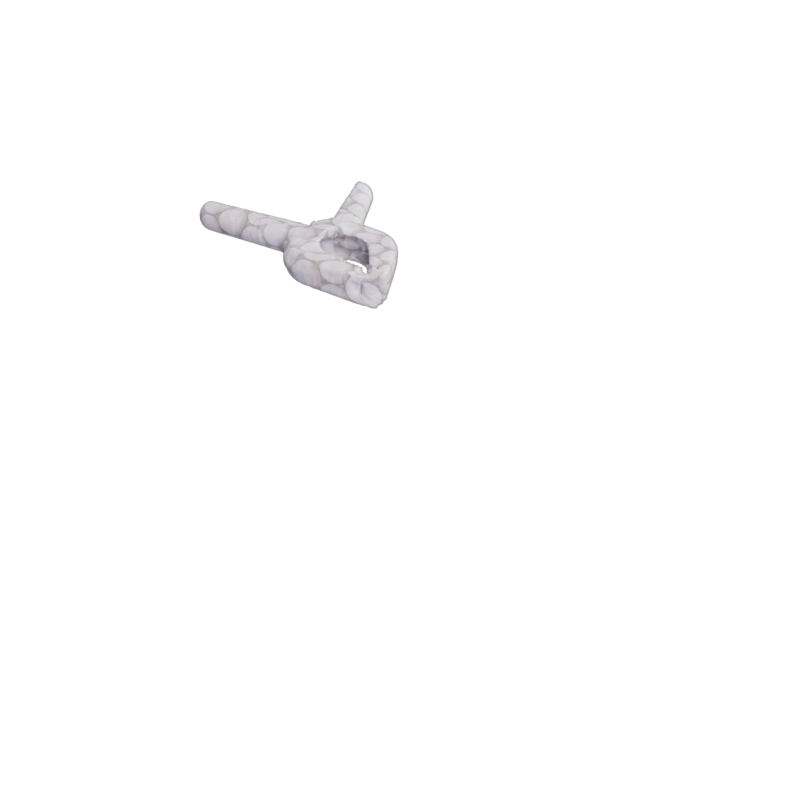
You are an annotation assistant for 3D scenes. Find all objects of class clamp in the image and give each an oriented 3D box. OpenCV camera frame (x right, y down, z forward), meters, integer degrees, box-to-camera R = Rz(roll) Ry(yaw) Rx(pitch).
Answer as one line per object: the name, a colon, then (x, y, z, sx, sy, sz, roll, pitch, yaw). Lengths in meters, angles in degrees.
clamp: (-0.073, -0.133, 0.929, 0.162, 0.034, 0.226, -9, 32, -15)
